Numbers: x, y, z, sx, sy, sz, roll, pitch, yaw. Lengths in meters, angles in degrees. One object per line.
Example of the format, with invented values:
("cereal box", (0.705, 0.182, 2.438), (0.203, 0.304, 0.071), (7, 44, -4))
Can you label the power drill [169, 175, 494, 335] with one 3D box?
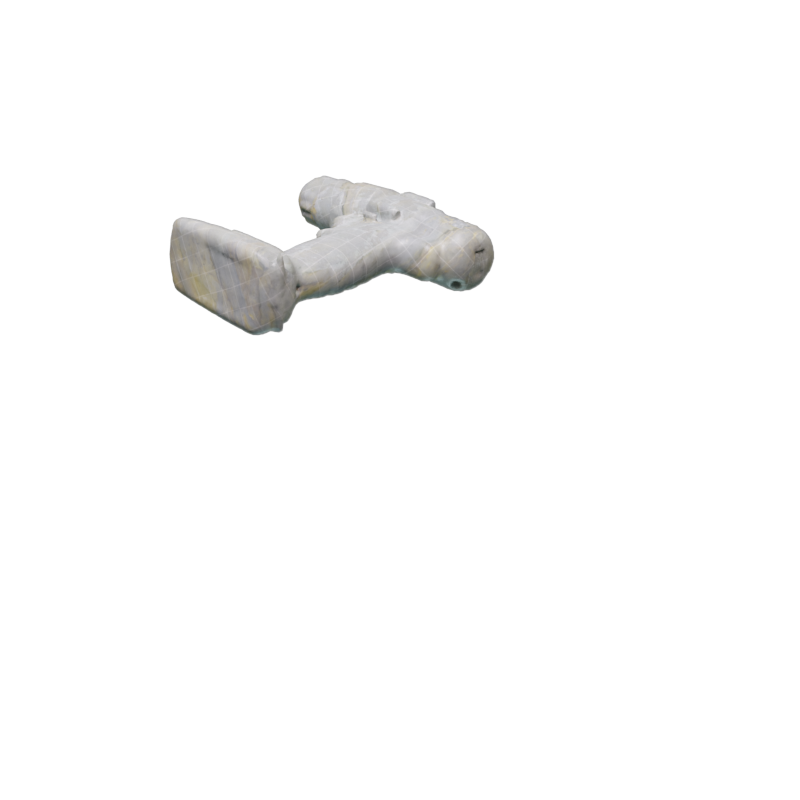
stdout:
("power drill", (-0.059, -0.108, 0.756), (0.185, 0.055, 0.197), (-20, 32, -36))
